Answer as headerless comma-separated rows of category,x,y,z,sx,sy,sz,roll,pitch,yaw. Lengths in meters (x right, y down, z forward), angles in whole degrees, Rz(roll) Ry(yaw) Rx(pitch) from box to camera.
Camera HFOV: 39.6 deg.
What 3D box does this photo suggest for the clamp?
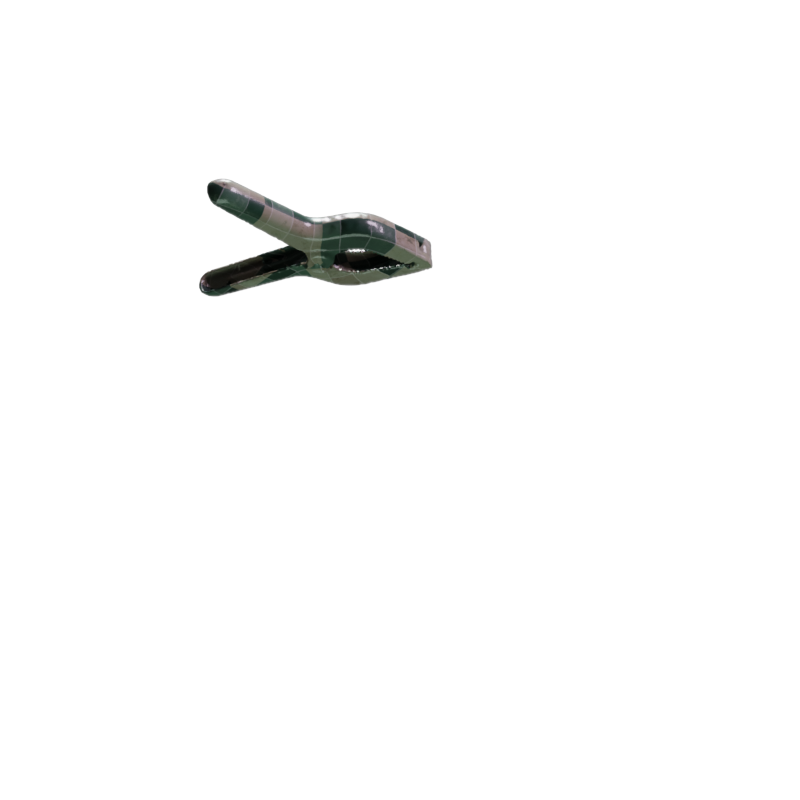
clamp,-0.075,-0.138,0.964,0.210,0.039,0.155,1,-26,-2
